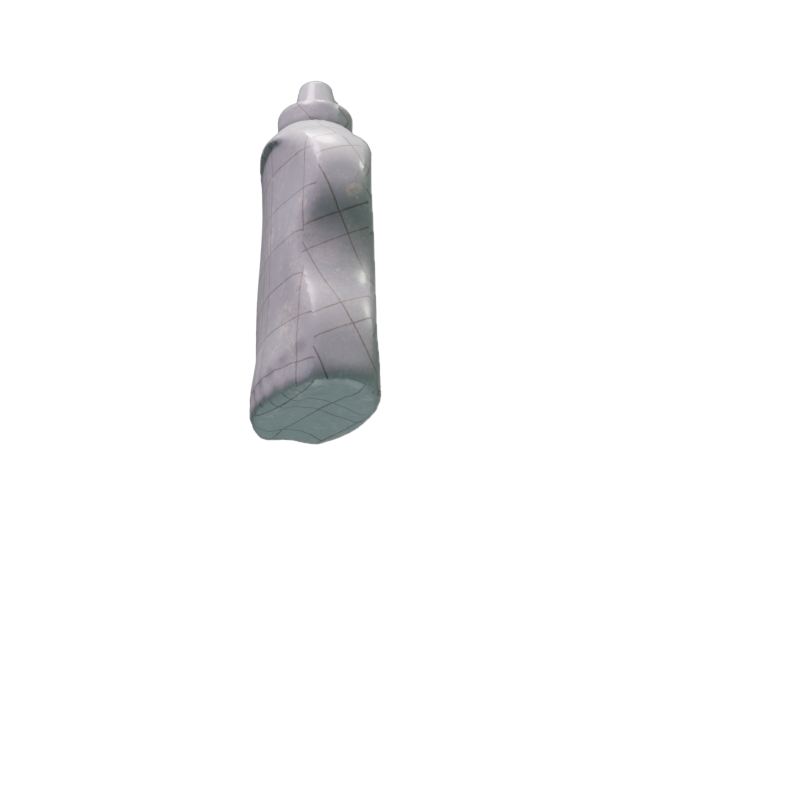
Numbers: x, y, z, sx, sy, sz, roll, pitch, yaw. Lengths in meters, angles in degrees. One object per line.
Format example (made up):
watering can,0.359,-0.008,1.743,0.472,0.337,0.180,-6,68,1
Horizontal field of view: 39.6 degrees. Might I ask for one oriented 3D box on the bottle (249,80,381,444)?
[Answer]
bottle,-0.044,-0.082,0.572,0.057,0.203,0.093,7,-26,-17
